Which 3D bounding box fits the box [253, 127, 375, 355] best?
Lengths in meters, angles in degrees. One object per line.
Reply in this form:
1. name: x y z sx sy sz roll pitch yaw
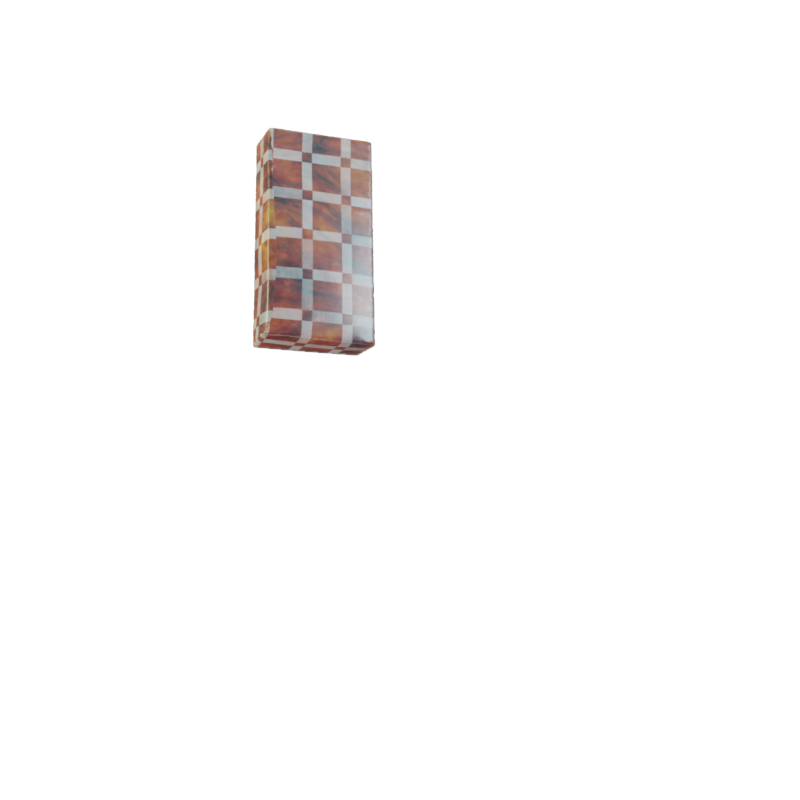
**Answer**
1. box: -0.071 -0.129 0.905 0.091 0.185 0.047 6 -21 -19
